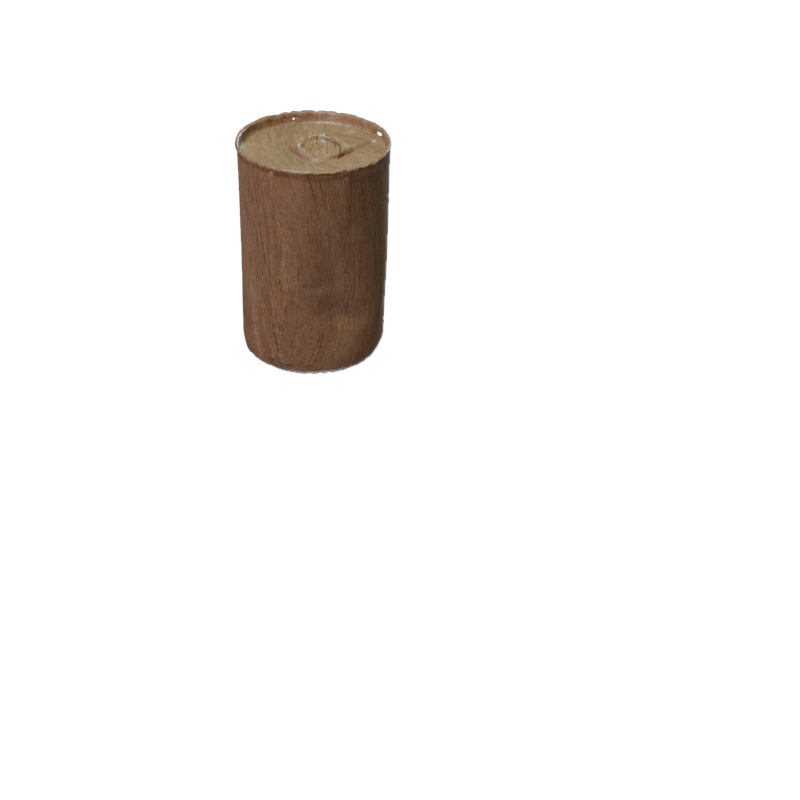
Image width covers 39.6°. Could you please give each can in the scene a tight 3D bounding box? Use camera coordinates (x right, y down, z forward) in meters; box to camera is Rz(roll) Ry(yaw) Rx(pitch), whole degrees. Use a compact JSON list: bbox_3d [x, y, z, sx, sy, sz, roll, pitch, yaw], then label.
[{"bbox_3d":[-0.039,-0.072,0.504,0.068,0.096,0.073,0,32,-3],"label":"can"}]
